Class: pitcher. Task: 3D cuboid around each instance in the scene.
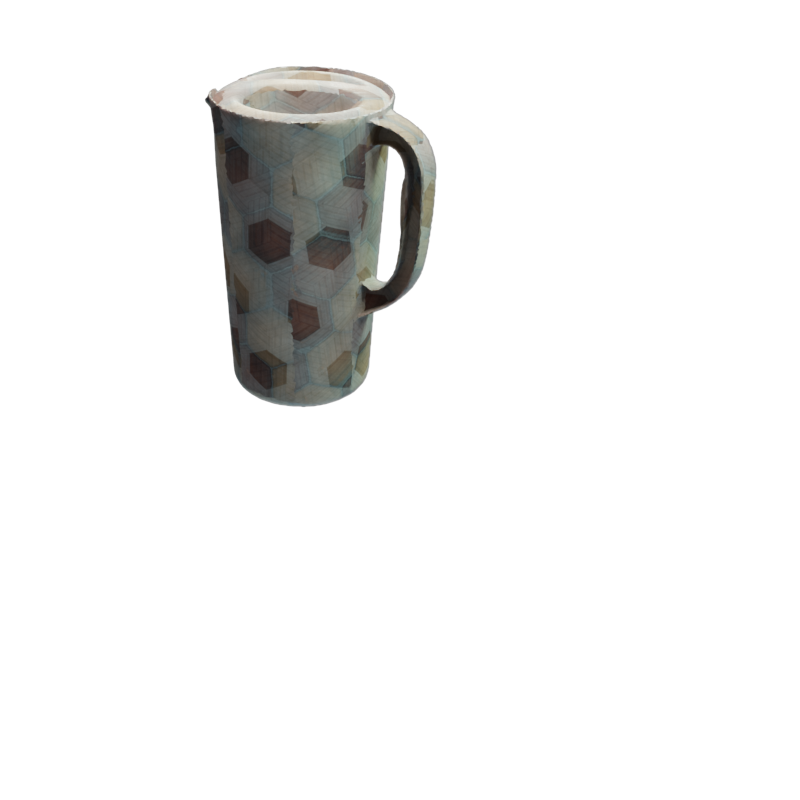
[{"bbox_3d":[-0.065,-0.118,0.829,0.143,0.230,0.160,-6,29,-14],"label":"pitcher"}]
